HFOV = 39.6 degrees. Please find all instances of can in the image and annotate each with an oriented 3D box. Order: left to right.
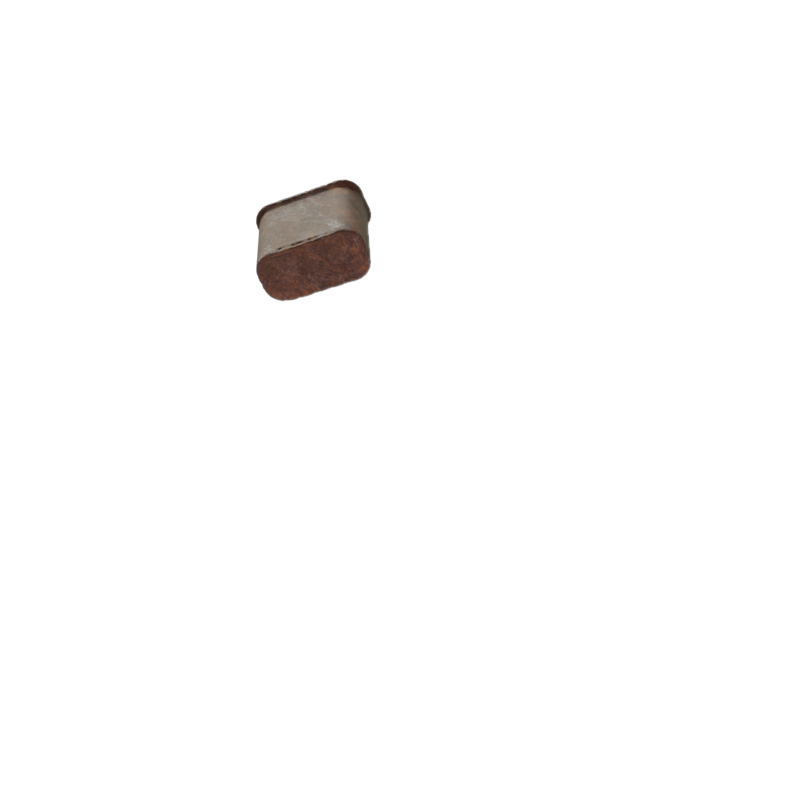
[{"bbox_3d":[-0.076,-0.138,0.970,0.102,0.053,0.090,-18,36,11],"label":"can"}]
